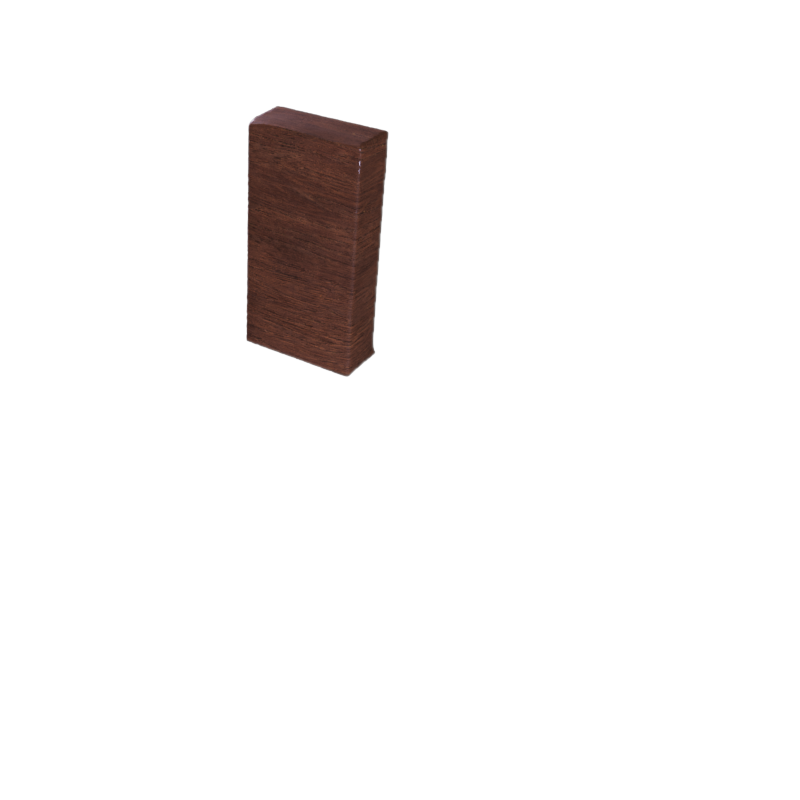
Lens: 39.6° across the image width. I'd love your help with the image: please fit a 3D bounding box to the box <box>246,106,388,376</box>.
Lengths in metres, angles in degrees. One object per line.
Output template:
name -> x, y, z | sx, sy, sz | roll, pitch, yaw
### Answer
box -> -0.062, -0.112, 0.786 | 0.098, 0.166, 0.049 | 18, 33, 26
